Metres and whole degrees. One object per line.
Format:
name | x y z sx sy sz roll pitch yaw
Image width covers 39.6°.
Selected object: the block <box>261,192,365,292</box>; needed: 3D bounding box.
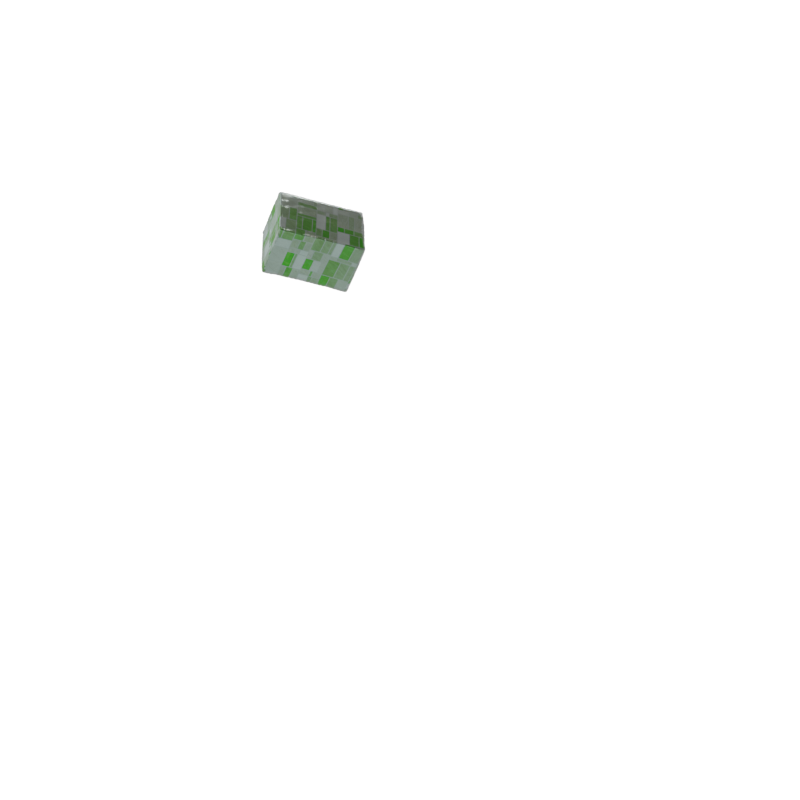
block | -0.074 -0.136 0.951 0.076 0.055 0.050 14 -47 -15
